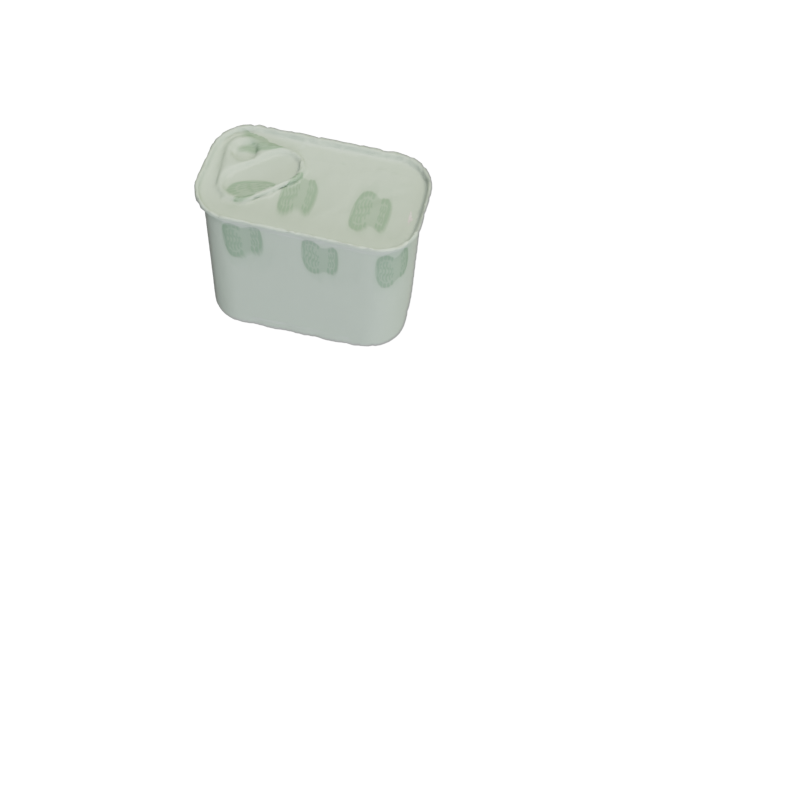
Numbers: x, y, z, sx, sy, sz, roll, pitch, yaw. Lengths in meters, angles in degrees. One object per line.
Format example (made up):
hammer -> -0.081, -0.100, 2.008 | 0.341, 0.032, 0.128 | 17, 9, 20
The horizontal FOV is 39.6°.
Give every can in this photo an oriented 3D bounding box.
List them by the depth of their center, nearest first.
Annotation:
can -> -0.041, -0.074, 0.518 | 0.103, 0.060, 0.078 | 13, -33, 7
